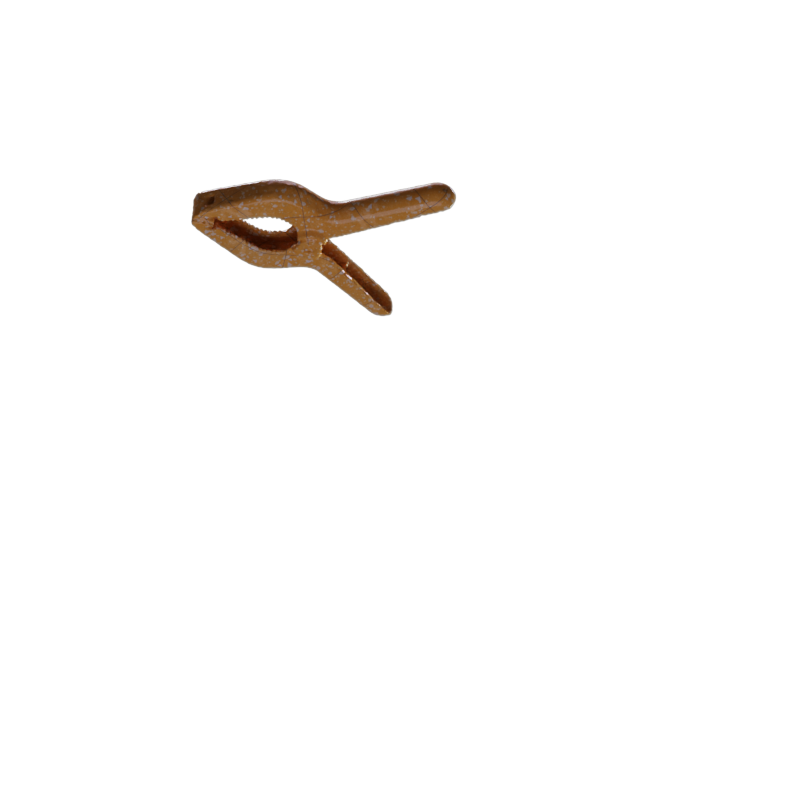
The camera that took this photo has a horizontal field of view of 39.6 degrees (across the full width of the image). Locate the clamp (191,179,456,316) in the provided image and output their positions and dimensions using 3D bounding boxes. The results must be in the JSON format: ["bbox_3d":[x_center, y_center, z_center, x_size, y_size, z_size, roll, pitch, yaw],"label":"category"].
[{"bbox_3d":[-0.074,-0.135,0.945,0.207,0.039,0.155,7,-39,-9],"label":"clamp"}]
